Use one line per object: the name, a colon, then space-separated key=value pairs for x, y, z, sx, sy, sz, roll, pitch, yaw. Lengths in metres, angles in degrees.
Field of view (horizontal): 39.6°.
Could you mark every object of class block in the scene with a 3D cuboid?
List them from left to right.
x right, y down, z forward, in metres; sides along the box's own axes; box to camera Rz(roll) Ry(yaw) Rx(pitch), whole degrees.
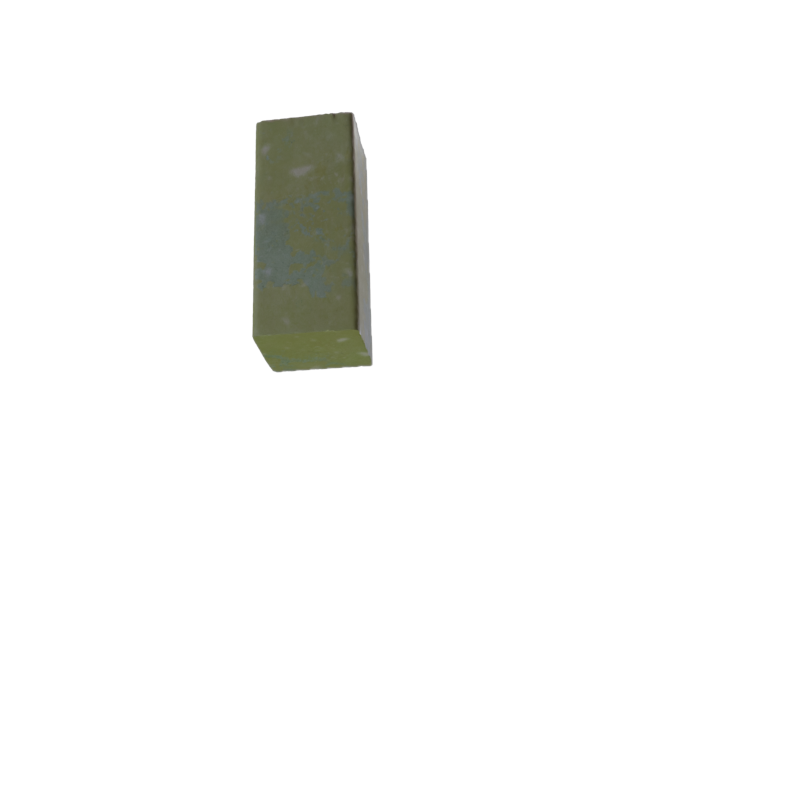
block: x=-0.077 y=-0.139 z=0.973 sx=0.091 sy=0.218 sz=0.084 roll=-5 pitch=-24 yaw=7
